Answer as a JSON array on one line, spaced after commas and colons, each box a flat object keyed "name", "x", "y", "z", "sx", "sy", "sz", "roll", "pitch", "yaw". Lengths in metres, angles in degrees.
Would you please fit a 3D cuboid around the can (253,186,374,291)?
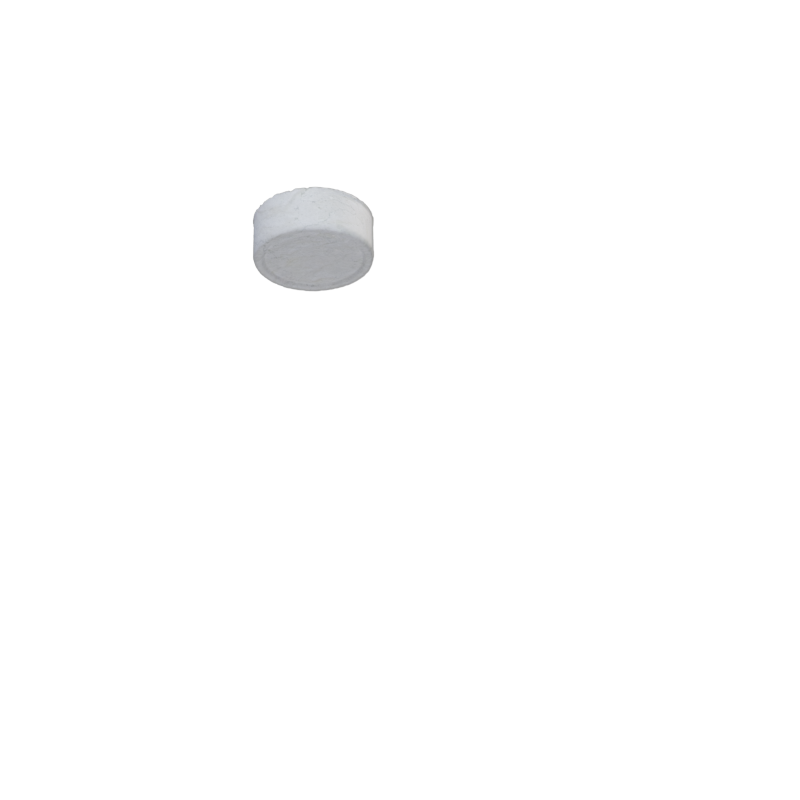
[{"name": "can", "x": -0.061, "y": -0.111, "z": 0.777, "sx": 0.086, "sy": 0.036, "sz": 0.081, "roll": 1, "pitch": -28, "yaw": -2}]
